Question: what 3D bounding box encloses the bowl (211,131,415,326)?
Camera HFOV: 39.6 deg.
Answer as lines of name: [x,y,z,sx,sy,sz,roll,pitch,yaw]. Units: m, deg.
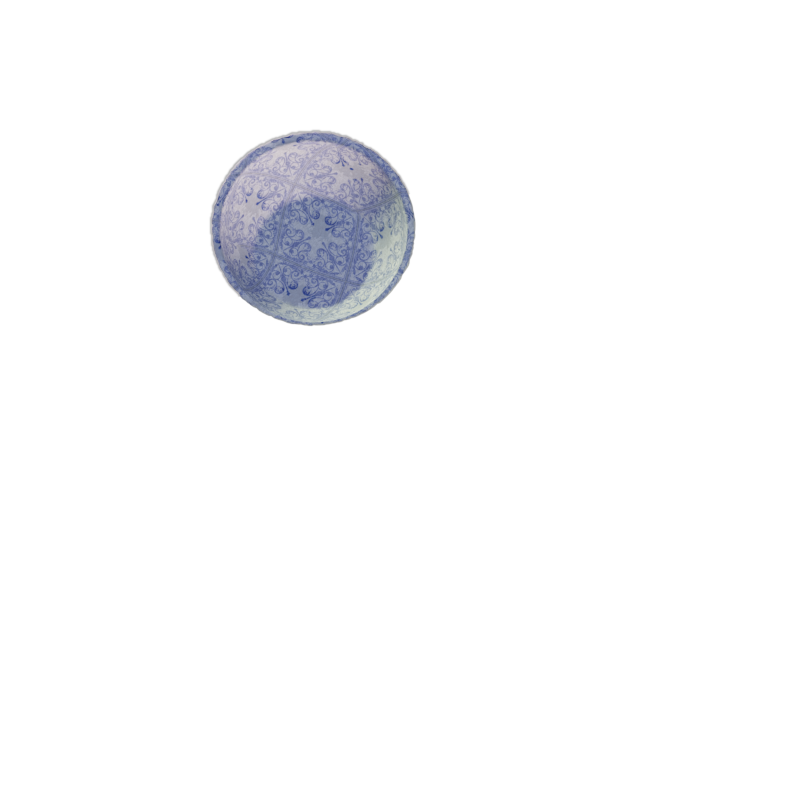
bowl: [-0.067,-0.122,0.852,0.162,0.155,0.058,1,21,-1]
